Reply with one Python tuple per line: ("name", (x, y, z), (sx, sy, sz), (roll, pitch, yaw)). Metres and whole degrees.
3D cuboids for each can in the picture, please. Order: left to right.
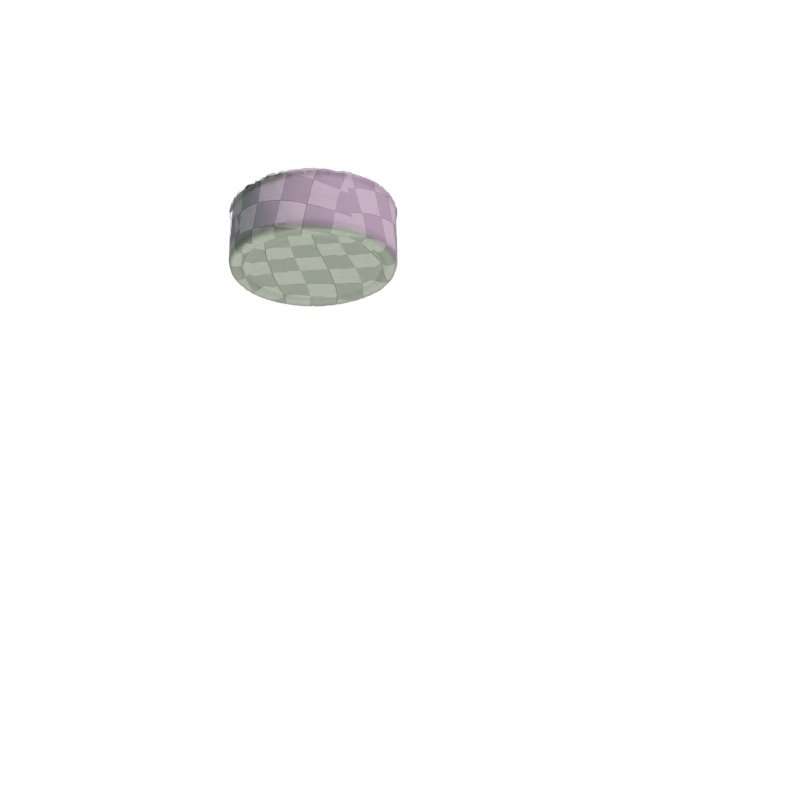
("can", (-0.044, -0.080, 0.559), (0.086, 0.036, 0.081), (1, -24, -2))
